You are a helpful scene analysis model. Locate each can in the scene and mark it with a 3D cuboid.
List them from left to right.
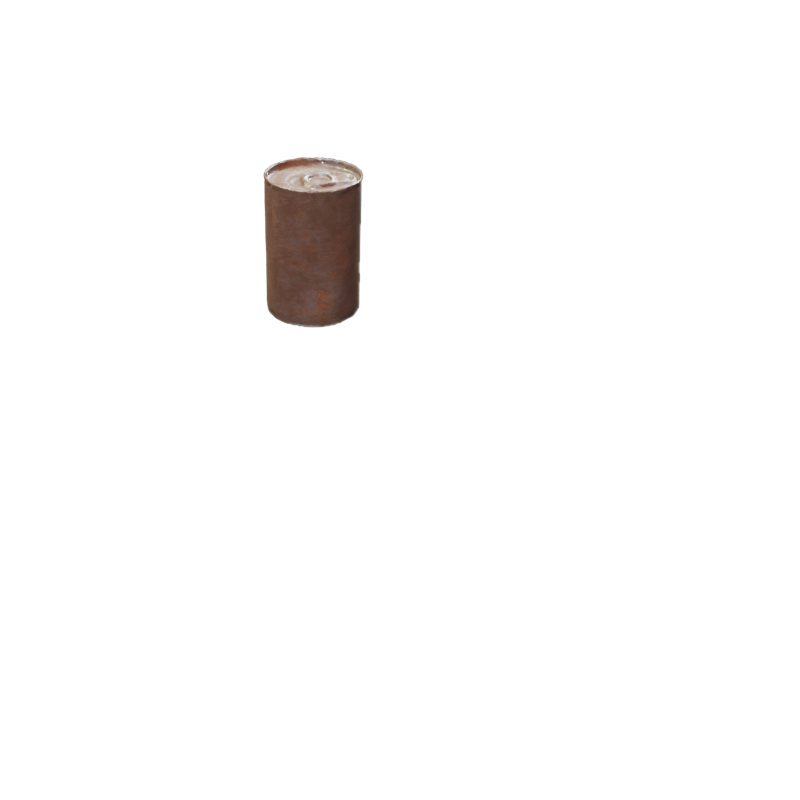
[{"bbox_3d":[-0.061,-0.110,0.774,0.068,0.097,0.072,0,27,-2],"label":"can"}]
